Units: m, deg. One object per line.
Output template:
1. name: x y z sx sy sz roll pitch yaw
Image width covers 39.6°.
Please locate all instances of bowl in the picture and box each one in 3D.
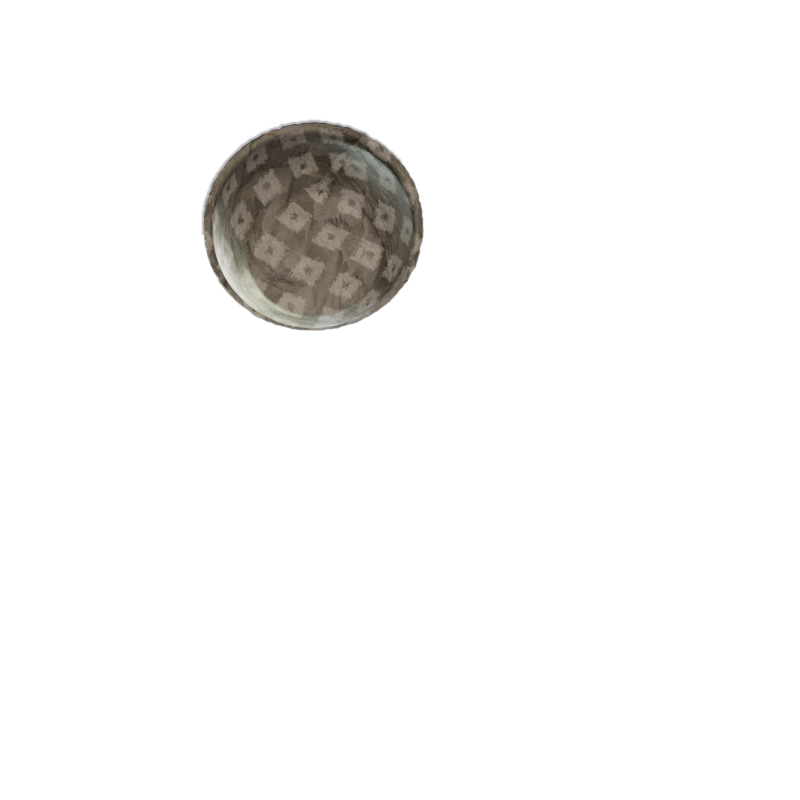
1. bowl: -0.061 -0.112 0.785 0.162 0.154 0.058 1 22 -1
